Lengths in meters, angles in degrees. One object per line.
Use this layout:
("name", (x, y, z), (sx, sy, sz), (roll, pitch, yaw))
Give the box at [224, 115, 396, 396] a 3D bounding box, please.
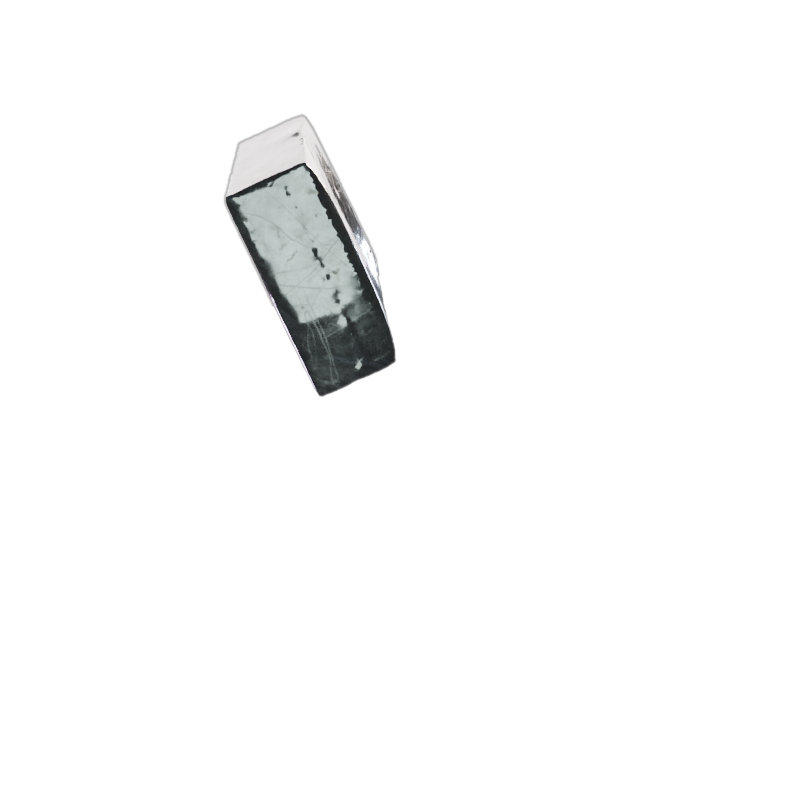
("box", (-0.068, -0.124, 0.870), (0.072, 0.157, 0.224), (-24, 20, 6))
